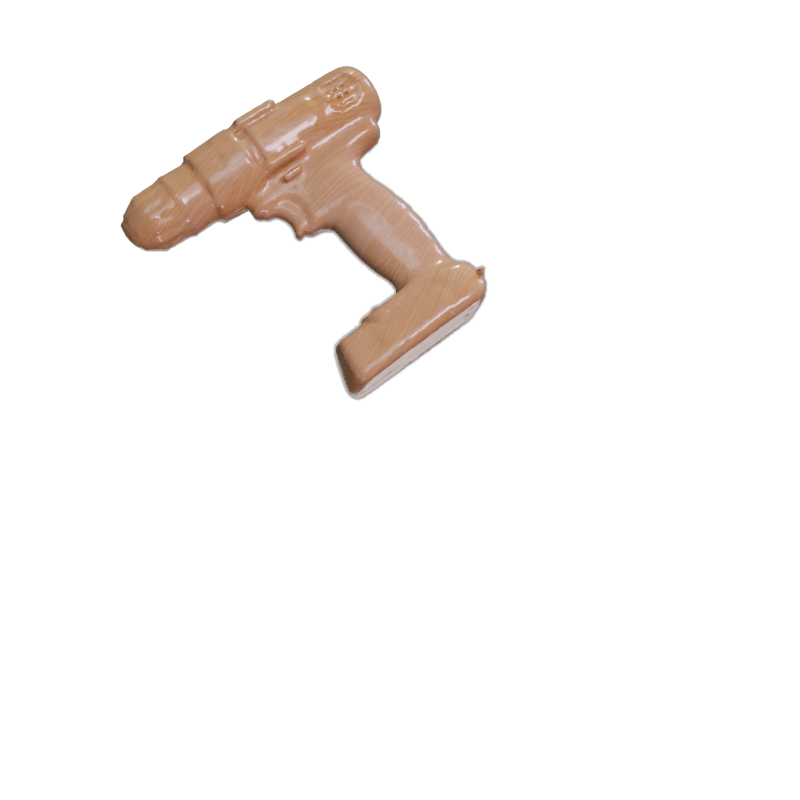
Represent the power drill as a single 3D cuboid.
[{"bbox_3d":[-0.053,-0.097,0.681,0.185,0.195,0.055,-34,-14,-11],"label":"power drill"}]
